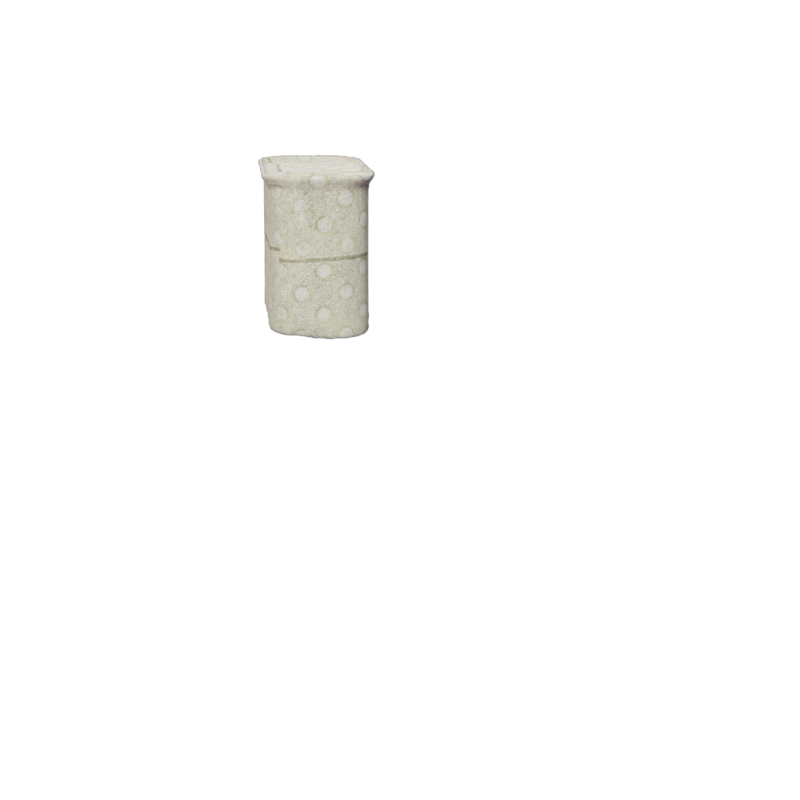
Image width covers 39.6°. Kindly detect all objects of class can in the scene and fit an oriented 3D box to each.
[{"bbox_3d":[-0.047,-0.085,0.596,0.057,0.081,0.106,-1,15,-8],"label":"can"}]
